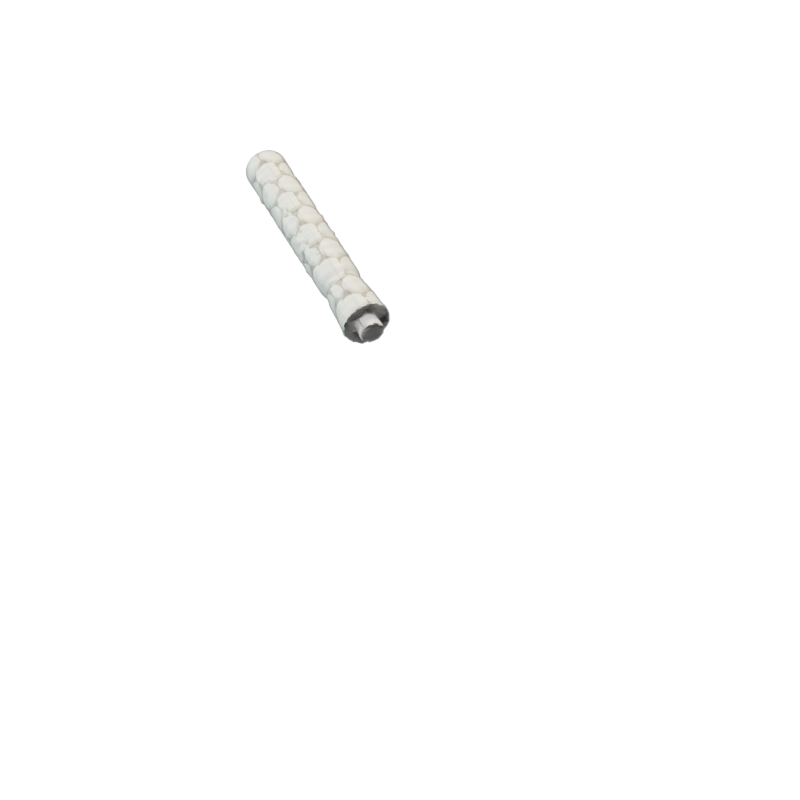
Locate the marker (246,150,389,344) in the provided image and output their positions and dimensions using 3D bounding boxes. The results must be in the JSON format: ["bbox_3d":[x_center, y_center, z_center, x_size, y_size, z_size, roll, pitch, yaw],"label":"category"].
[{"bbox_3d":[-0.035,-0.064,0.449,0.019,0.019,0.131,-2,38,-27],"label":"marker"}]
